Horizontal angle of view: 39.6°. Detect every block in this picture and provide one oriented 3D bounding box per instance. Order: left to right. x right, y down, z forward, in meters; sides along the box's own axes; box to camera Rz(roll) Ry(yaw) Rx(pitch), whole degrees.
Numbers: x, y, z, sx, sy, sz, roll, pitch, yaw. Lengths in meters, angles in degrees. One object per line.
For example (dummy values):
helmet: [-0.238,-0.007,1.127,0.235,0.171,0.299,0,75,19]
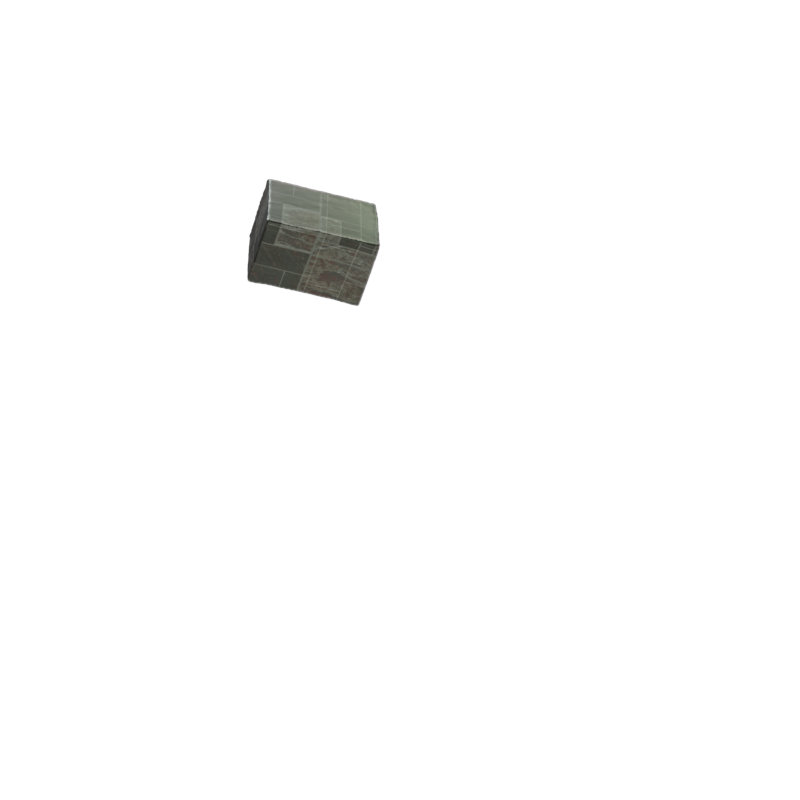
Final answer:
block: [-0.058,-0.105,0.736,0.076,0.050,0.055,13,37,-12]
